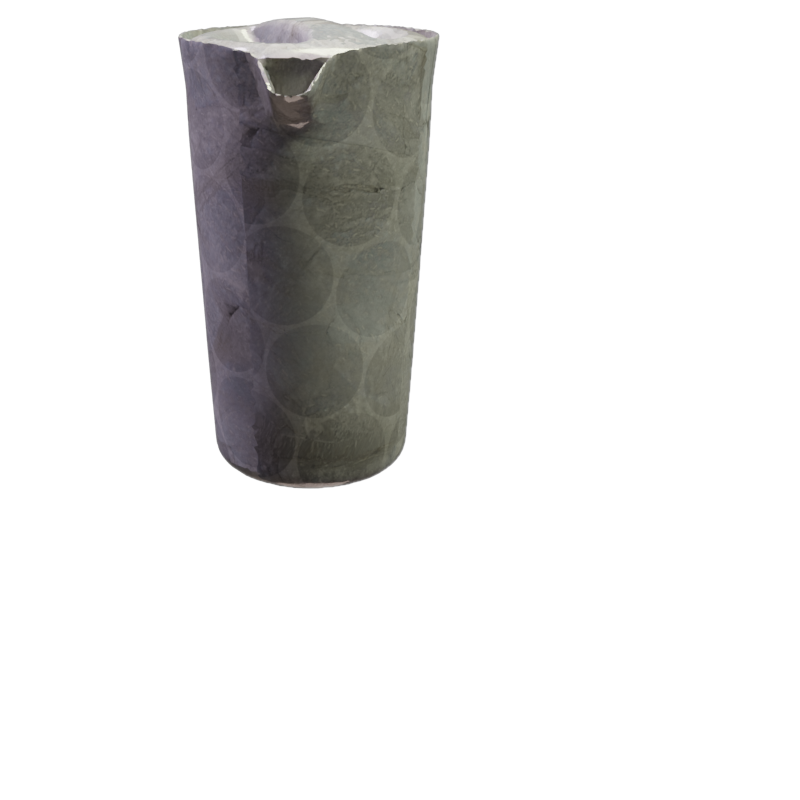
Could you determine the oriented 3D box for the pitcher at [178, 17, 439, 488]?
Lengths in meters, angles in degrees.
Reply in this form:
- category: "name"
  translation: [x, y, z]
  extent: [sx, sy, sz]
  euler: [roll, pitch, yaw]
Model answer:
- category: "pitcher"
  translation: [-0.048, -0.087, 0.610]
  extent: [0.146, 0.233, 0.154]
  euler: [-16, 25, -40]
